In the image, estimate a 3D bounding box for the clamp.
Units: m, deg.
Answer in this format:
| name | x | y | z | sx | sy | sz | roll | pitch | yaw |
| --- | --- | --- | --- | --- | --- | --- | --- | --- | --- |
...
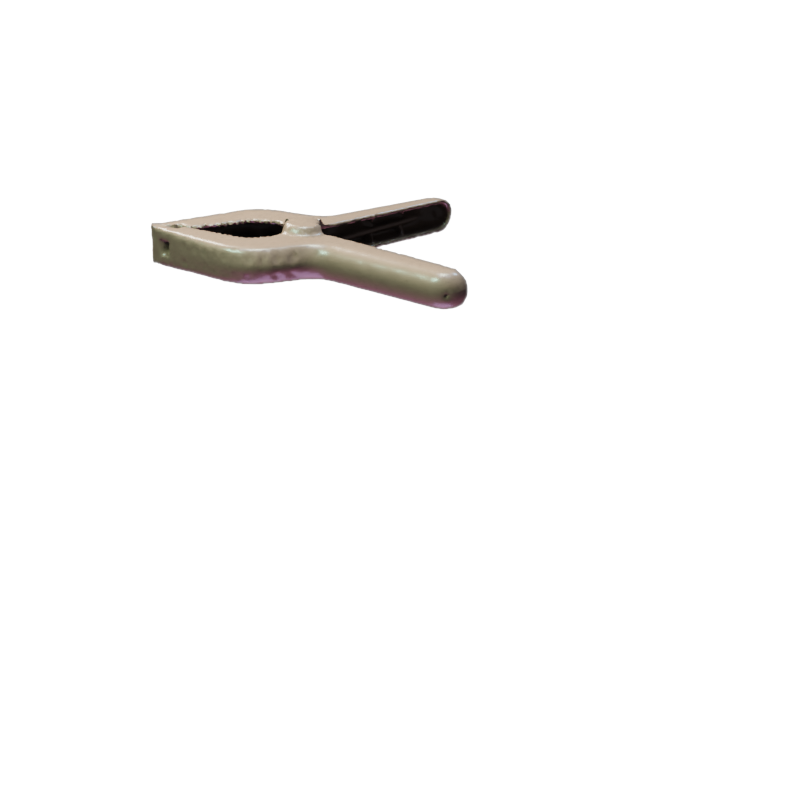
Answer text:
| name | x | y | z | sx | sy | sz | roll | pitch | yaw |
| --- | --- | --- | --- | --- | --- | --- | --- | --- | --- |
| clamp | -0.058 | -0.105 | 0.738 | 0.213 | 0.035 | 0.171 | 4 | 25 | 8 |
